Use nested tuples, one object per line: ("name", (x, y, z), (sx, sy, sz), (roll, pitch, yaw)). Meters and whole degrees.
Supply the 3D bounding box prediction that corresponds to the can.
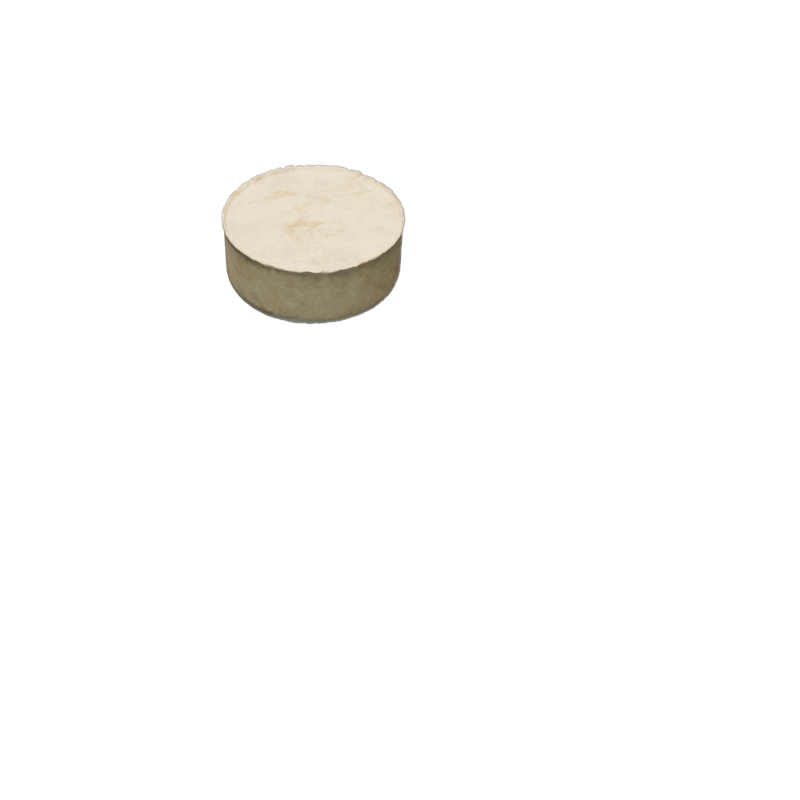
("can", (-0.041, -0.075, 0.527), (0.086, 0.031, 0.092), (-1, 42, -2))
